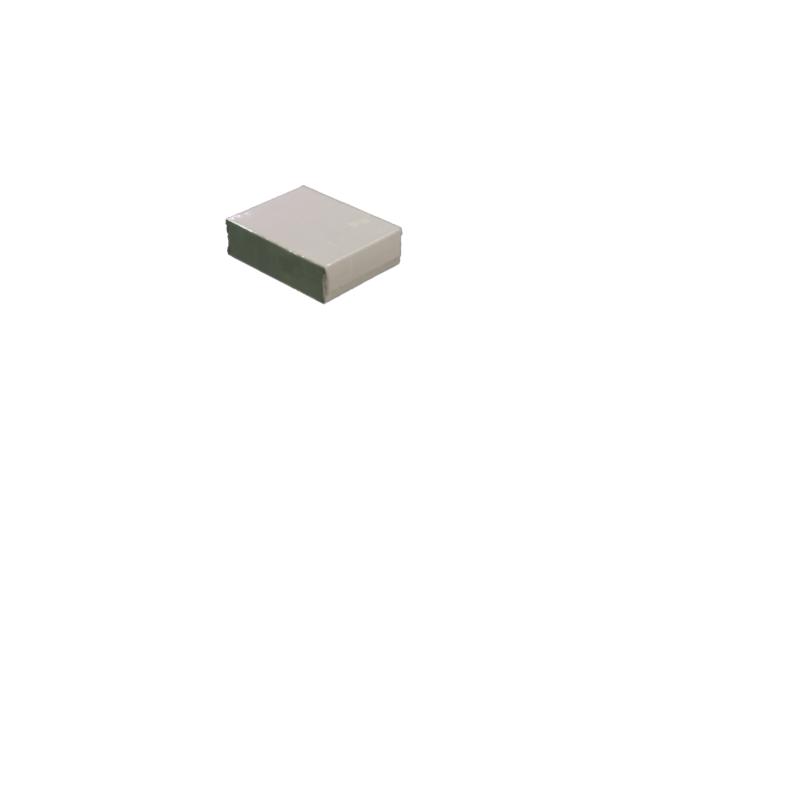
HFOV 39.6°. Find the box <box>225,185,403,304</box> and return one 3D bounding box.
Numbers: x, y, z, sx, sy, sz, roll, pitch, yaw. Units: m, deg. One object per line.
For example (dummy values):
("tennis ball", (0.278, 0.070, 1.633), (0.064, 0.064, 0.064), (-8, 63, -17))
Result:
("box", (-0.069, -0.126, 0.879), (0.121, 0.037, 0.090), (26, 40, 35))
